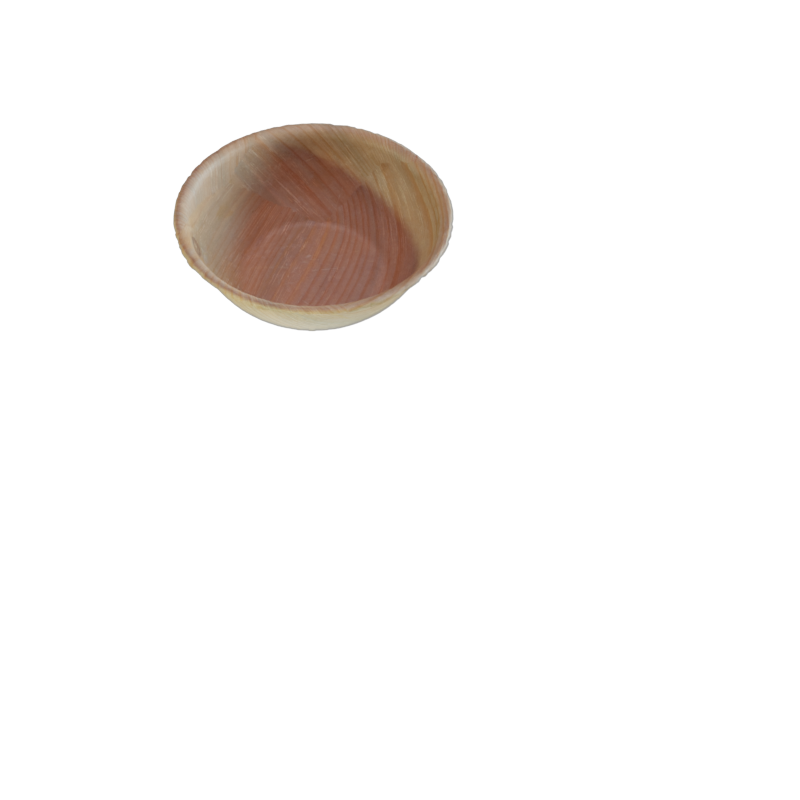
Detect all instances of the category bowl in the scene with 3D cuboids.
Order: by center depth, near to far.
[{"bbox_3d":[-0.052,-0.094,0.659,0.162,0.174,0.051,-1,-42,-1],"label":"bowl"}]
